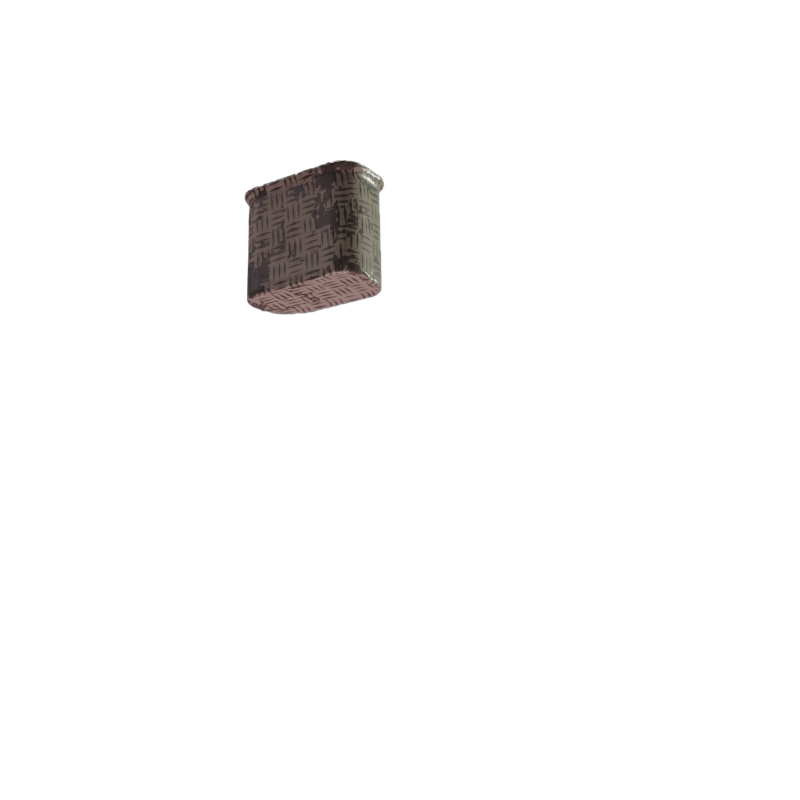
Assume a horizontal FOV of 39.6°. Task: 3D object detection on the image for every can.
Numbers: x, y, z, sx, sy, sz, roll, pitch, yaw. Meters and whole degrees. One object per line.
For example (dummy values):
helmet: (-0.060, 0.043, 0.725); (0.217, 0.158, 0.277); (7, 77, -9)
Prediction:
can: (-0.061, -0.112, 0.785); (0.104, 0.088, 0.054); (-13, -24, 31)
